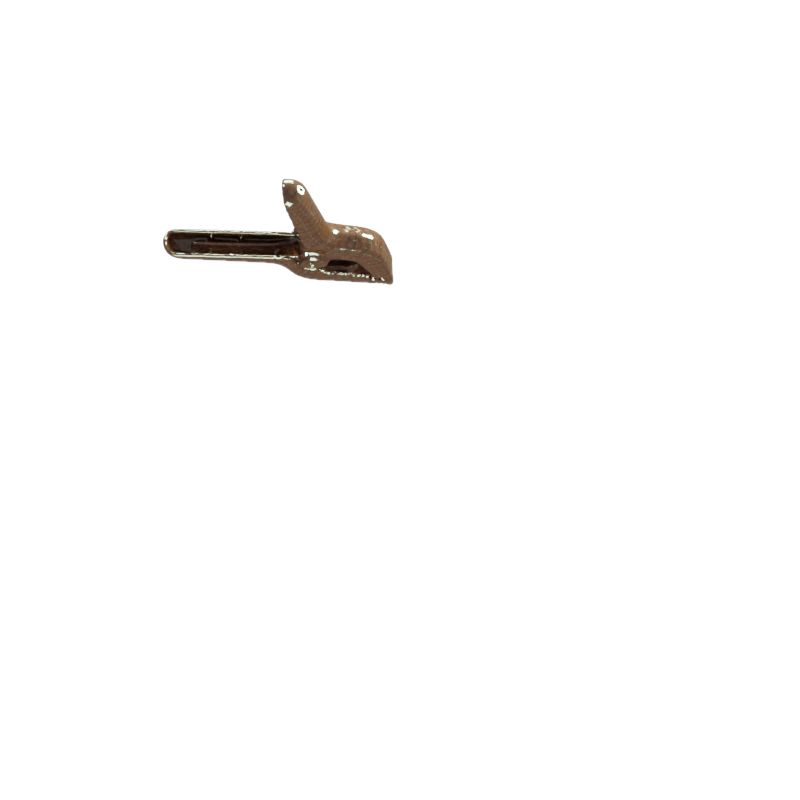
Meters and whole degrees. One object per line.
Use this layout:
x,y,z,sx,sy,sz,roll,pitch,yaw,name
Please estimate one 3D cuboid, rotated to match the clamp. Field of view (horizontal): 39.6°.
-0.075,-0.136,0.953,0.199,0.038,0.166,10,-16,-37,clamp
